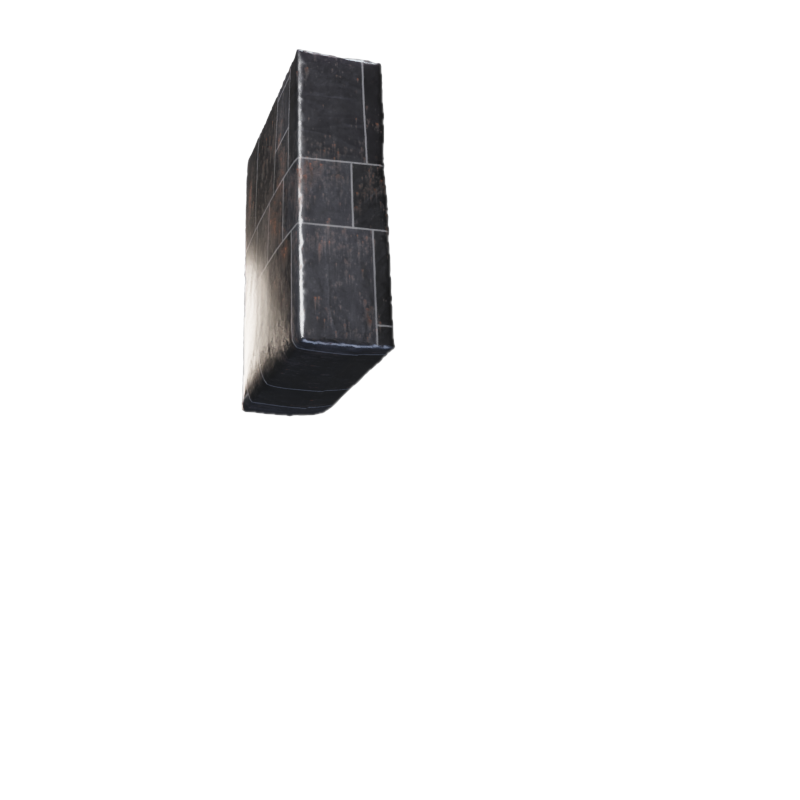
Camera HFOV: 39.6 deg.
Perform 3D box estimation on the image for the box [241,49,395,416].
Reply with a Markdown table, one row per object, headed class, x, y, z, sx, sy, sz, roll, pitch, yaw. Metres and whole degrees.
| class | x | y | z | sx | sy | sz | roll | pitch | yaw |
| --- | --- | --- | --- | --- | --- | --- | --- | --- | --- |
| box | -0.062 | -0.113 | 0.790 | 0.070 | 0.225 | 0.160 | 6 | -23 | -18 |
